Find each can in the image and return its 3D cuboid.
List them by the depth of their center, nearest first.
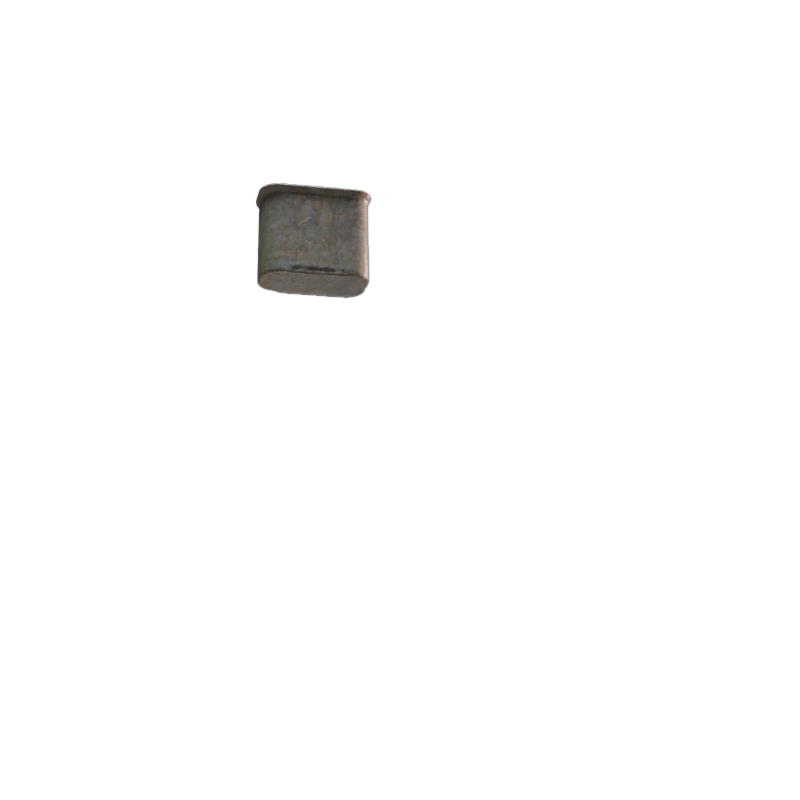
[{"bbox_3d":[-0.077,-0.140,0.982,0.100,0.088,0.056,3,-21,-11],"label":"can"}]
